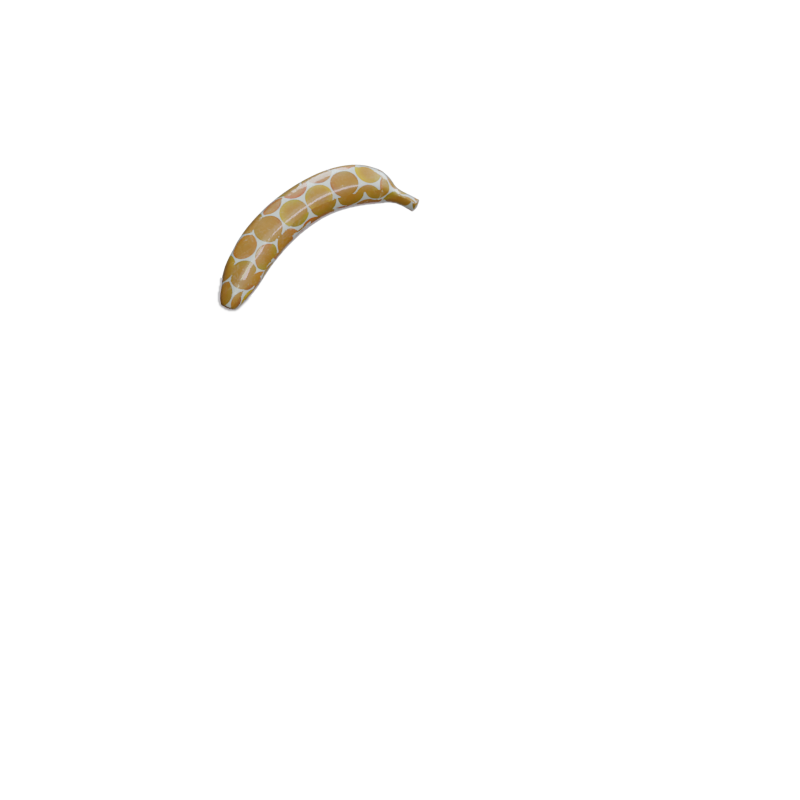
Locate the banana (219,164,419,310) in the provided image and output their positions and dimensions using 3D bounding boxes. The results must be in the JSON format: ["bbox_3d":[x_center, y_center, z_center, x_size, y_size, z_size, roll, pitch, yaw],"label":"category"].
[{"bbox_3d":[-0.081,-0.151,0.949,0.198,0.073,0.035,-32,-20,-14],"label":"banana"}]
